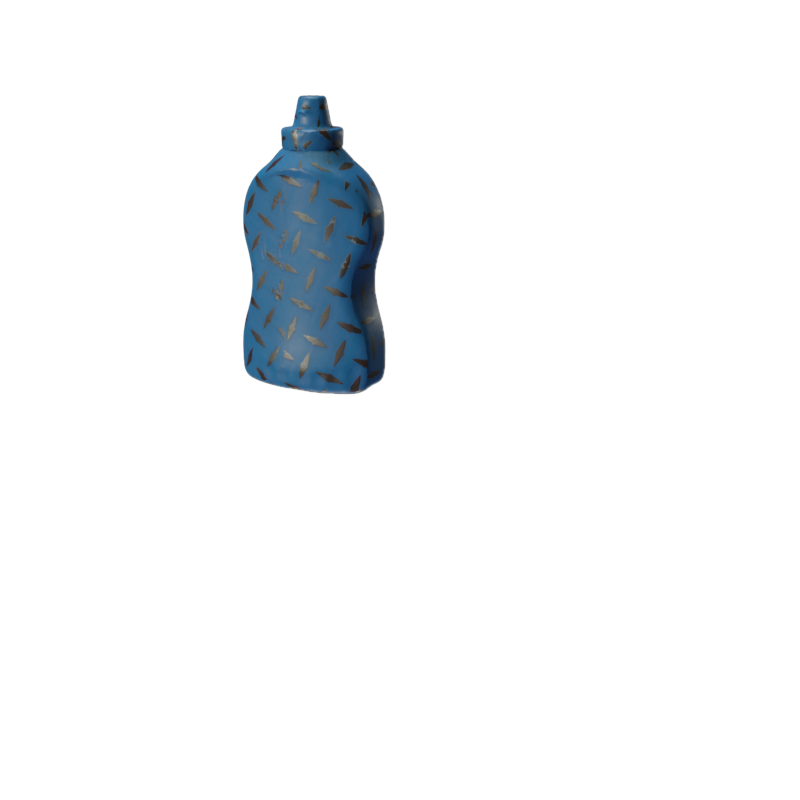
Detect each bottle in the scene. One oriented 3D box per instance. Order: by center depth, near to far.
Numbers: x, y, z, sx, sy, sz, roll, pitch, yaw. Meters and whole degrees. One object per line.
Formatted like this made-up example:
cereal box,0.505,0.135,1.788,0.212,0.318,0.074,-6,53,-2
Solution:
bottle,-0.058,-0.105,0.733,0.100,0.187,0.057,7,12,28
